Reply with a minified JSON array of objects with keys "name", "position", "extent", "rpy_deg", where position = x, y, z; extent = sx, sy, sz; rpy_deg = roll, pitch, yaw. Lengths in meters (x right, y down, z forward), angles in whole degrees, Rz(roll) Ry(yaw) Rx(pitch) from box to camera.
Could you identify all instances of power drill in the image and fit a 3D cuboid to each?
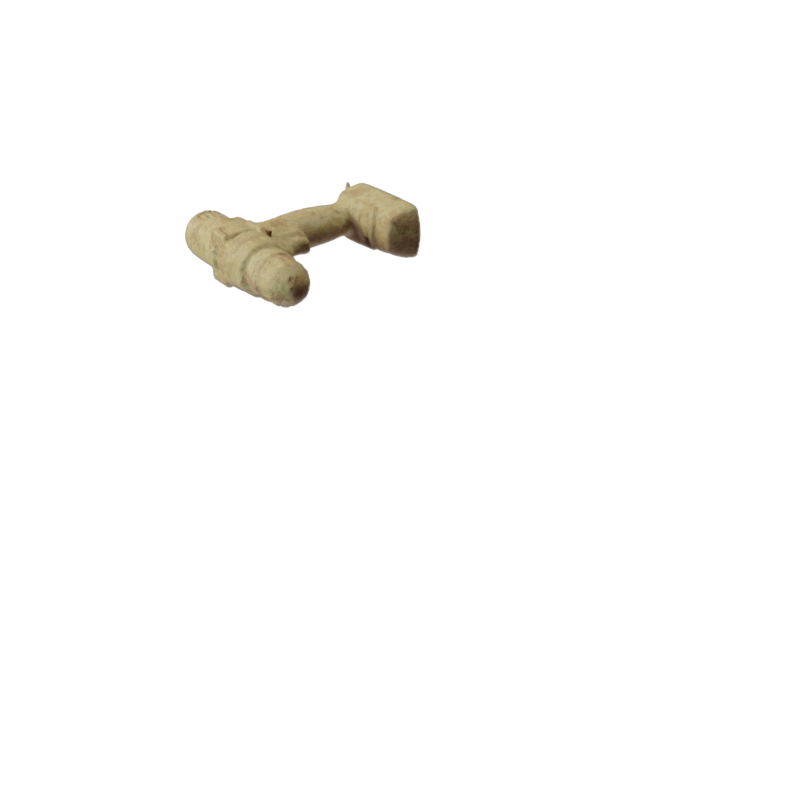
[{"name":"power drill","position":[-0.078,-0.142,0.992],"extent":[0.184,0.054,0.198],"rpy_deg":[-16,31,-29]}]
